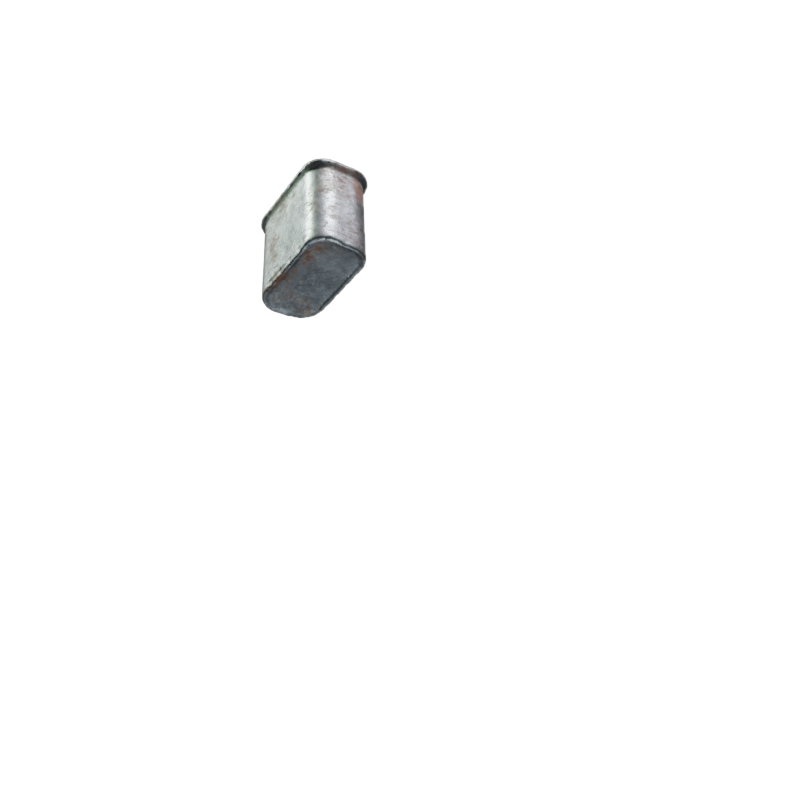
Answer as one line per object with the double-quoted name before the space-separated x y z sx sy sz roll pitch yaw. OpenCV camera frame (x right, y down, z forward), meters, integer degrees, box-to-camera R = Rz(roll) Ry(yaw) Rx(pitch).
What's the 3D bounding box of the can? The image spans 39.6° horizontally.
"can" -0.069 -0.125 0.876 0.055 0.090 0.099 21 -43 -26
